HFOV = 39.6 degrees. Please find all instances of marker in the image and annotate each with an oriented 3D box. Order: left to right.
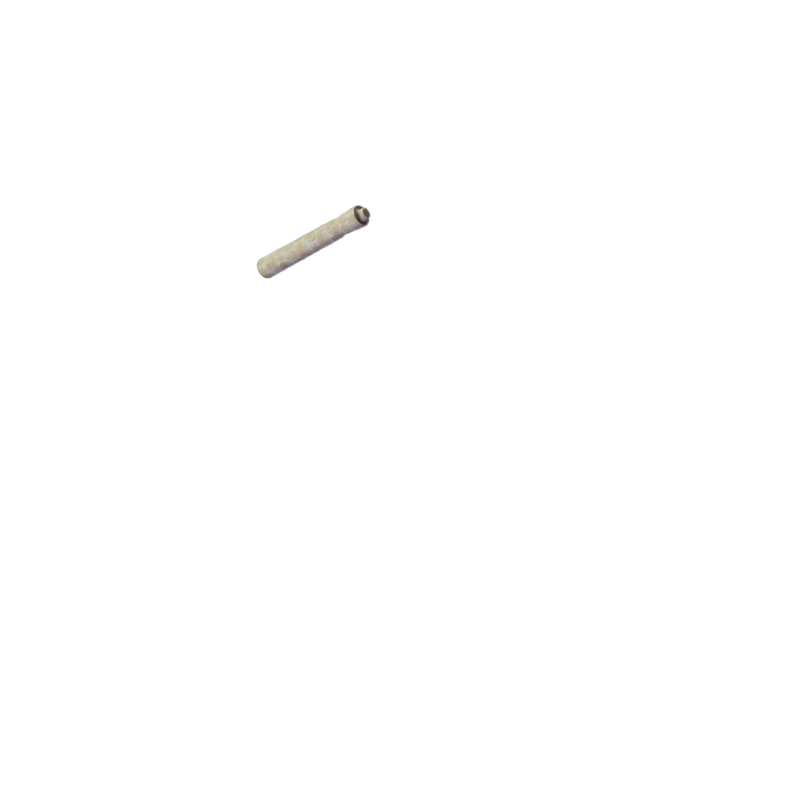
[{"bbox_3d":[-0.072,-0.131,0.918,0.121,0.020,0.019,-22,-11,37],"label":"marker"}]
